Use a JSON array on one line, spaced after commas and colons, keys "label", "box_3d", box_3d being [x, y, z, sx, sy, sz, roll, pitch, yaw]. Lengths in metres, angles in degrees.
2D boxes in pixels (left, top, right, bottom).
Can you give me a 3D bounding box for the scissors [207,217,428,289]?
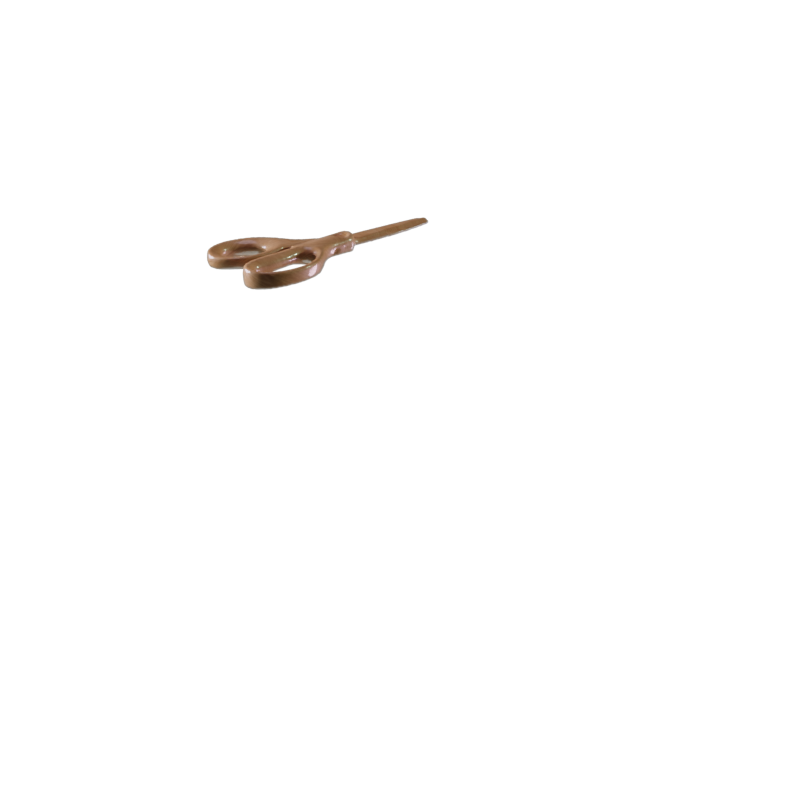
[{"label": "scissors", "box_3d": [-0.065, -0.119, 0.836, 0.100, 0.015, 0.202, 12, 26, 26]}]
